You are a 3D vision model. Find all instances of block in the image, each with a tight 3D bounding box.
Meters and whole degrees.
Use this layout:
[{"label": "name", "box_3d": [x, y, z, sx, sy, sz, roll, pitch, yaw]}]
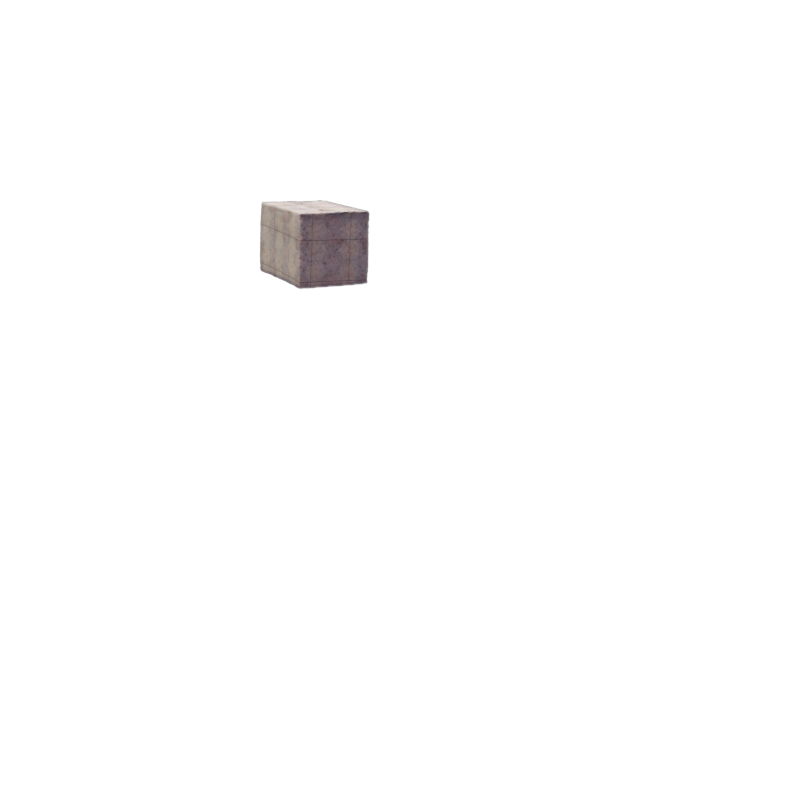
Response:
[{"label": "block", "box_3d": [-0.060, -0.110, 0.773, 0.051, 0.050, 0.082, -5, 15, -25]}]
